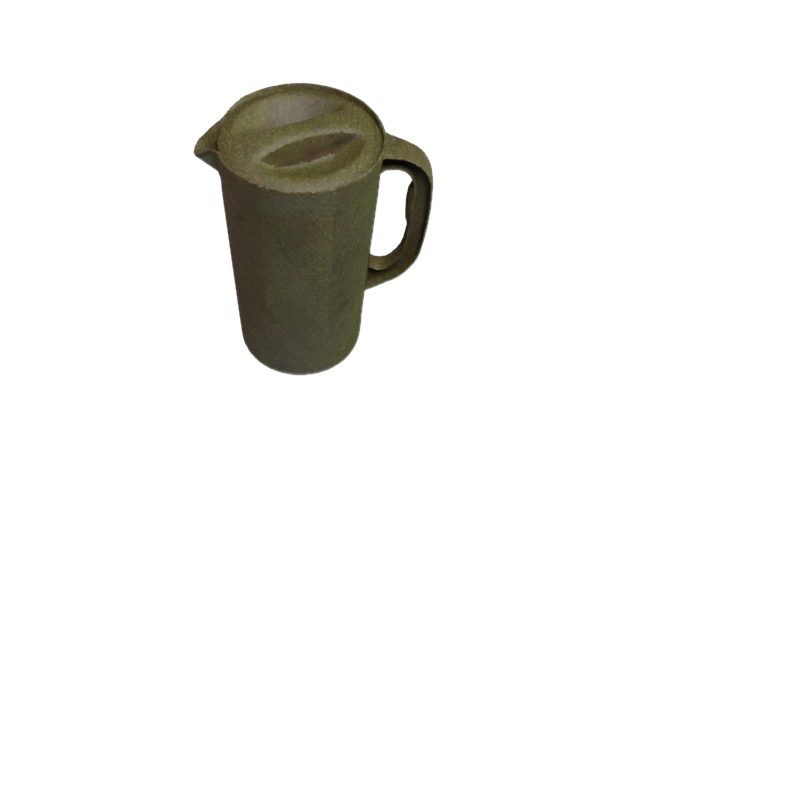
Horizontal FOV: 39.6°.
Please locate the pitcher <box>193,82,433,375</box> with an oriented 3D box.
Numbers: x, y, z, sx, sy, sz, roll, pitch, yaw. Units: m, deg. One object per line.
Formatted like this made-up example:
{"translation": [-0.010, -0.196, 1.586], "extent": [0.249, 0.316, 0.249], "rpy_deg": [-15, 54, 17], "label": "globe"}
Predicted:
{"translation": [-0.073, -0.133, 0.931], "extent": [0.146, 0.226, 0.159], "rpy_deg": [-35, 59, -28], "label": "pitcher"}
